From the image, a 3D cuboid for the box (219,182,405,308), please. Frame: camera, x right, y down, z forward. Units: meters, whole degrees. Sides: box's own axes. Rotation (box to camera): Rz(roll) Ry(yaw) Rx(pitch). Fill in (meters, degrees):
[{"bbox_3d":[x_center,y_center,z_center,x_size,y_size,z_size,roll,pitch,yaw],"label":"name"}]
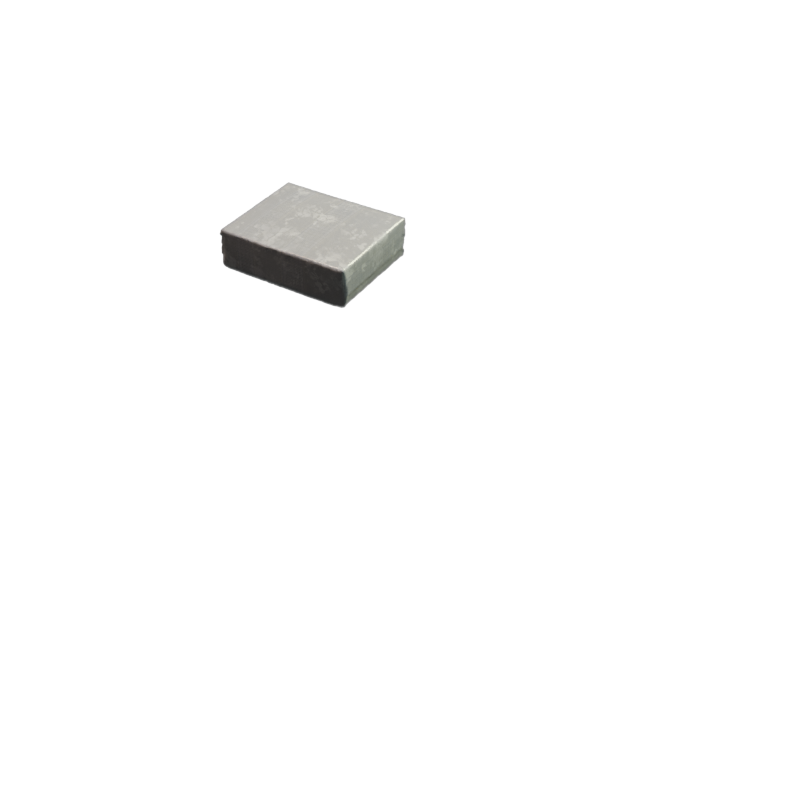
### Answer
[{"bbox_3d":[-0.066,-0.120,0.843,0.119,0.036,0.091,22,43,25],"label":"box"}]
